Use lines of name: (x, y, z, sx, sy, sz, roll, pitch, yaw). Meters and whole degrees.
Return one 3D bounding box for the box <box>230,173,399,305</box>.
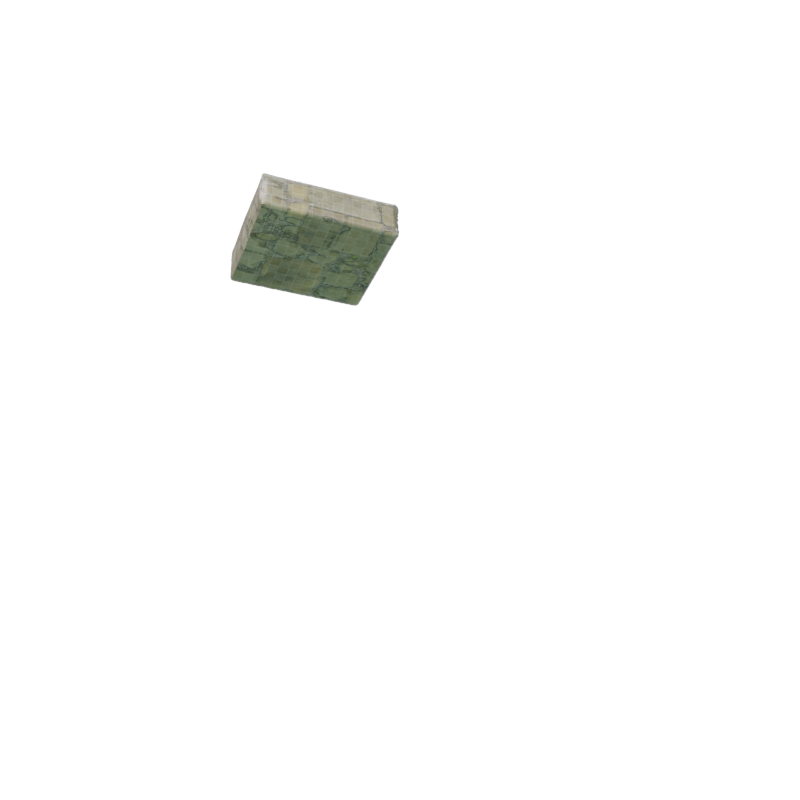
box: (-0.054, -0.099, 0.693, 0.087, 0.032, 0.070, 12, -40, -15)
